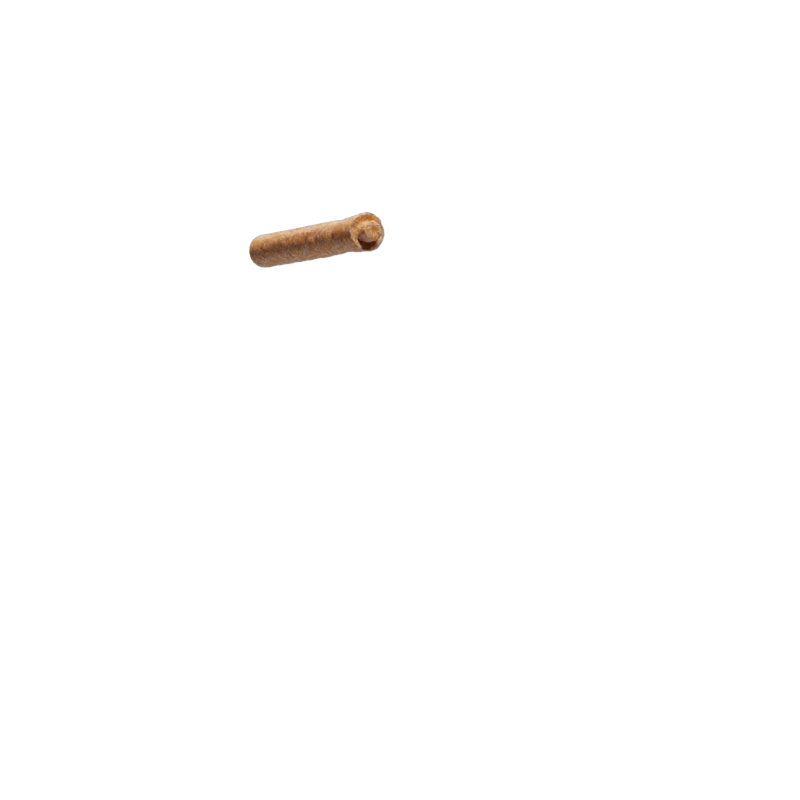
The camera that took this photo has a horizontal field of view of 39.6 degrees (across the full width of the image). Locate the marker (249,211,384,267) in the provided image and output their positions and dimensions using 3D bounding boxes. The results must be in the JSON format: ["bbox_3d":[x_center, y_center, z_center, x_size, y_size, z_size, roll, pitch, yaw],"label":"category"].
[{"bbox_3d":[-0.044,-0.081,0.567,0.019,0.020,0.125,-2,3,-31],"label":"marker"}]
